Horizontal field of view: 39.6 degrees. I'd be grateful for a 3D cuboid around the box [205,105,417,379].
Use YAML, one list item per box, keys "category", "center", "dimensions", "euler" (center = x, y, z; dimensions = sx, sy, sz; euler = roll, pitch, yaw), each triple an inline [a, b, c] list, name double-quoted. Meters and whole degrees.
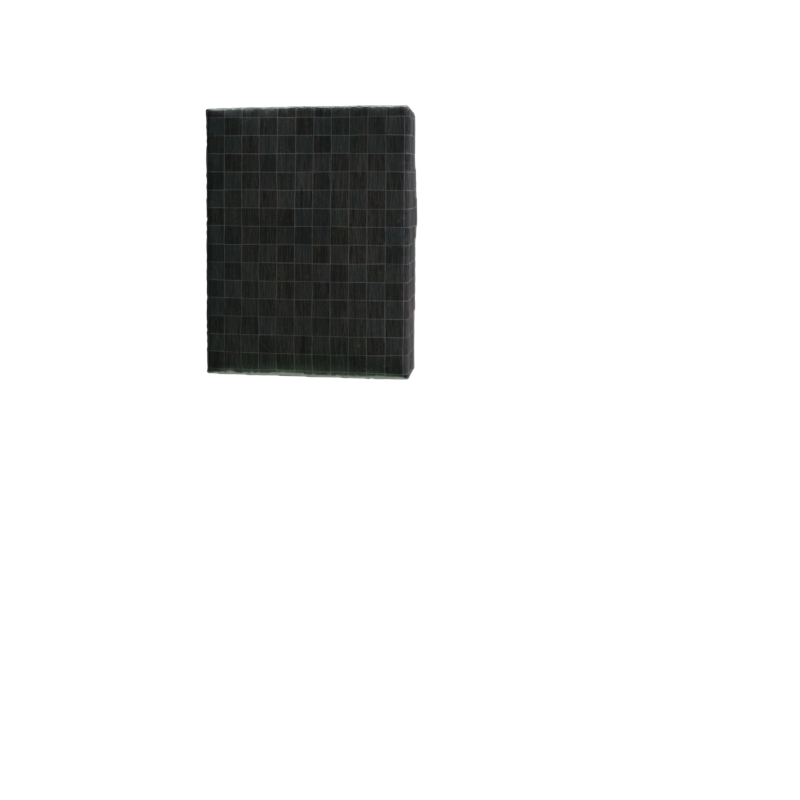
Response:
- category: "box"
  center: [-0.070, -0.128, 0.897]
  dimensions: [0.166, 0.212, 0.071]
  euler: [1, 3, 9]
